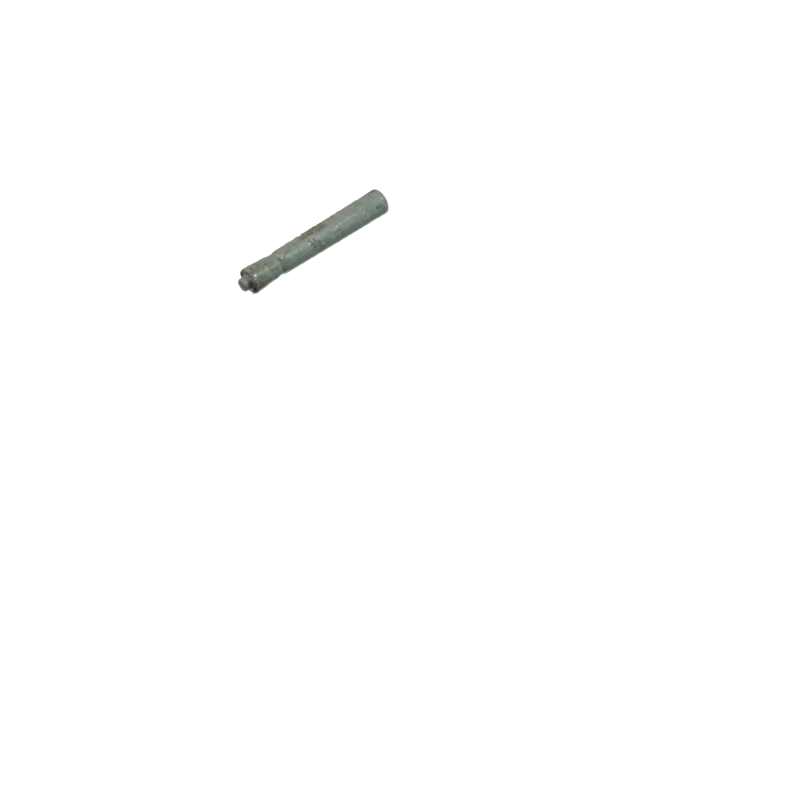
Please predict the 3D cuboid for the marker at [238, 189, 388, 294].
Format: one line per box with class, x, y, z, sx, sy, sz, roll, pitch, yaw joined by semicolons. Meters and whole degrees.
marker;-0.058;-0.107;0.747;0.121;0.019;0.020;-36;20;-25
